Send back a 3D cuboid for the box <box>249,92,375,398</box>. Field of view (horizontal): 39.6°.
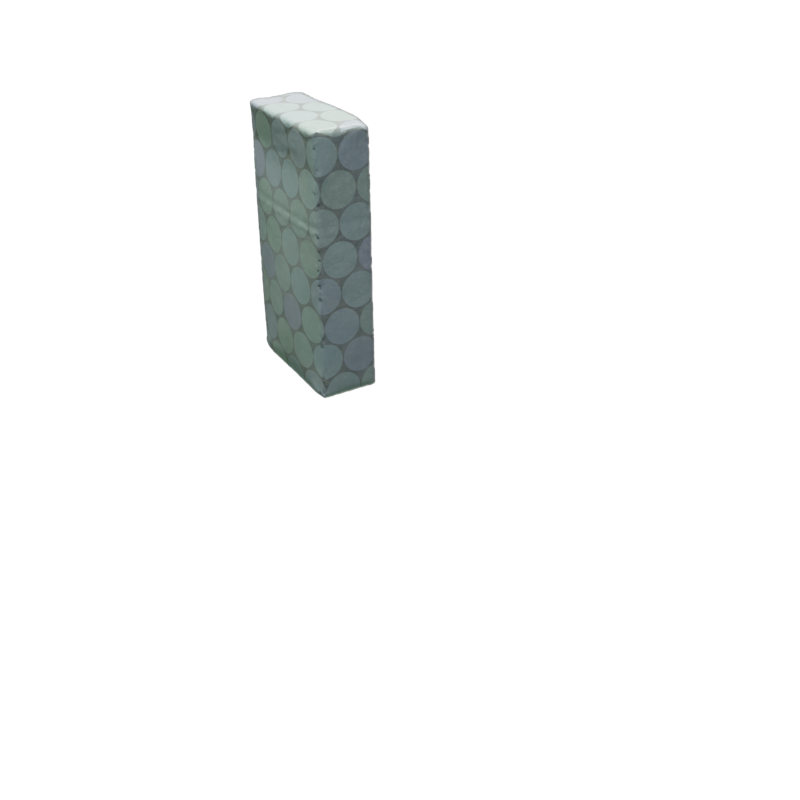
[{"bbox_3d":[-0.055,-0.102,0.713,0.047,0.168,0.100,-11,27,-27],"label":"box"}]
